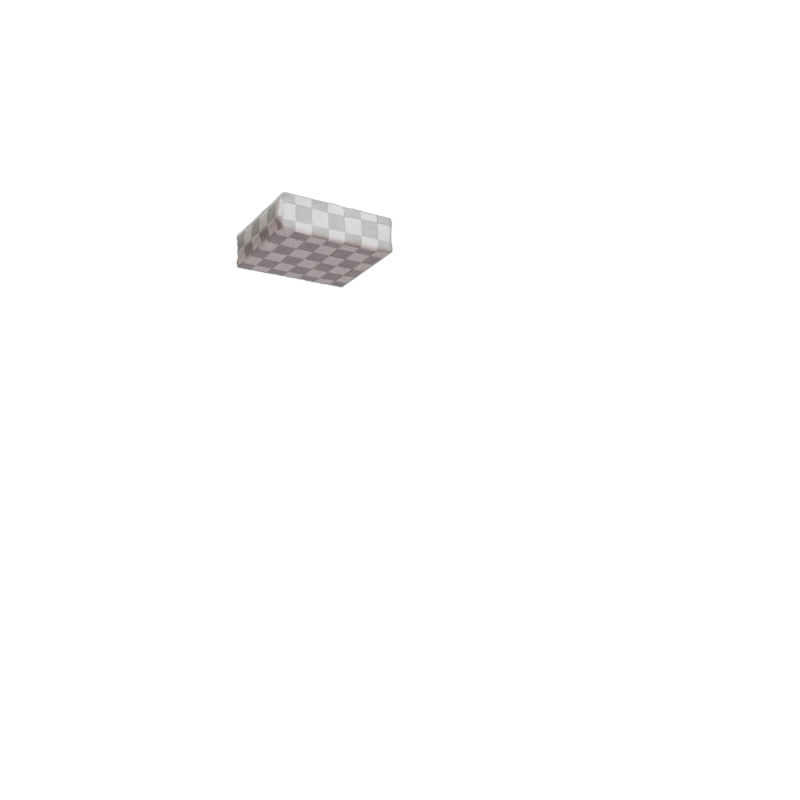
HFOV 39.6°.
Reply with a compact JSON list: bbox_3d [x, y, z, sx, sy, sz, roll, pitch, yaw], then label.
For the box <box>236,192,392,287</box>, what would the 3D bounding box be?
[{"bbox_3d":[-0.061,-0.112,0.782,0.086,0.032,0.072,10,-22,-27],"label":"box"}]
